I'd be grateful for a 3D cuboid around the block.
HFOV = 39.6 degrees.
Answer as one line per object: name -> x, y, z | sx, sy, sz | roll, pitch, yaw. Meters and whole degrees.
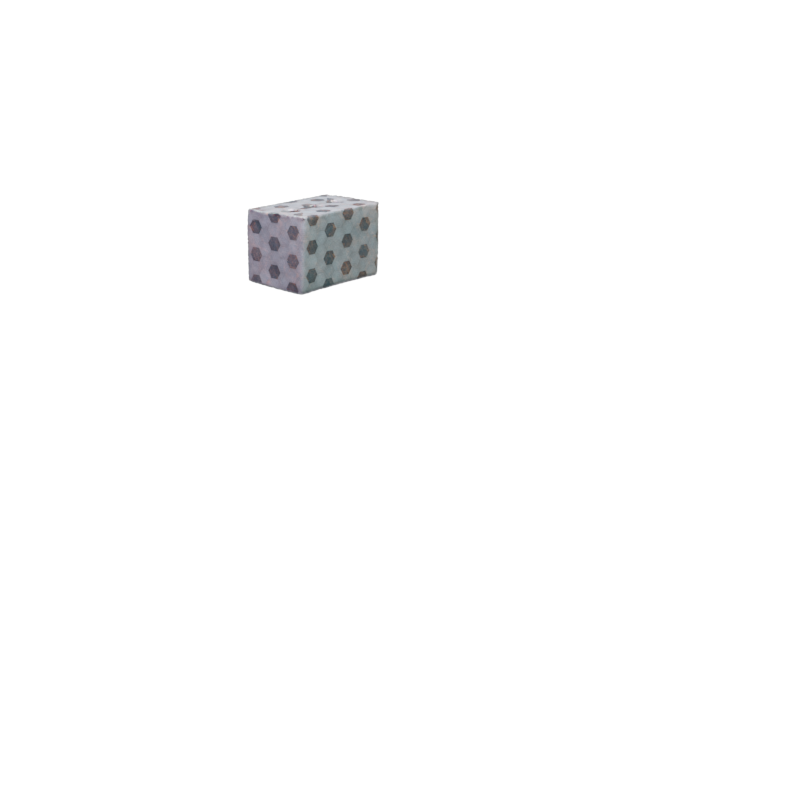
block -> -0.059, -0.107, 0.750 | 0.056, 0.049, 0.077 | 14, 22, 38
